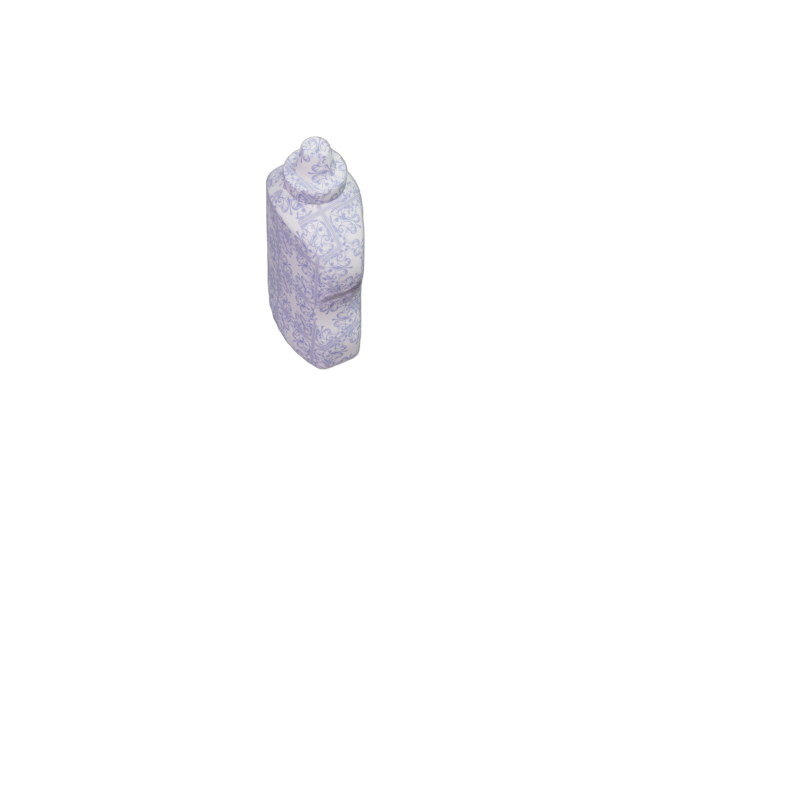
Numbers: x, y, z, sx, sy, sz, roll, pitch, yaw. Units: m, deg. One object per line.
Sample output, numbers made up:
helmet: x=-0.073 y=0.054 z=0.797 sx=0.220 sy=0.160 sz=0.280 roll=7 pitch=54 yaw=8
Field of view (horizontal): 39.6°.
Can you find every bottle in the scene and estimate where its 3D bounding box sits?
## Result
bottle: x=-0.059 y=-0.108 z=0.758 sx=0.058 sy=0.103 sz=0.179 roll=-20 pitch=-30 yaw=-16
